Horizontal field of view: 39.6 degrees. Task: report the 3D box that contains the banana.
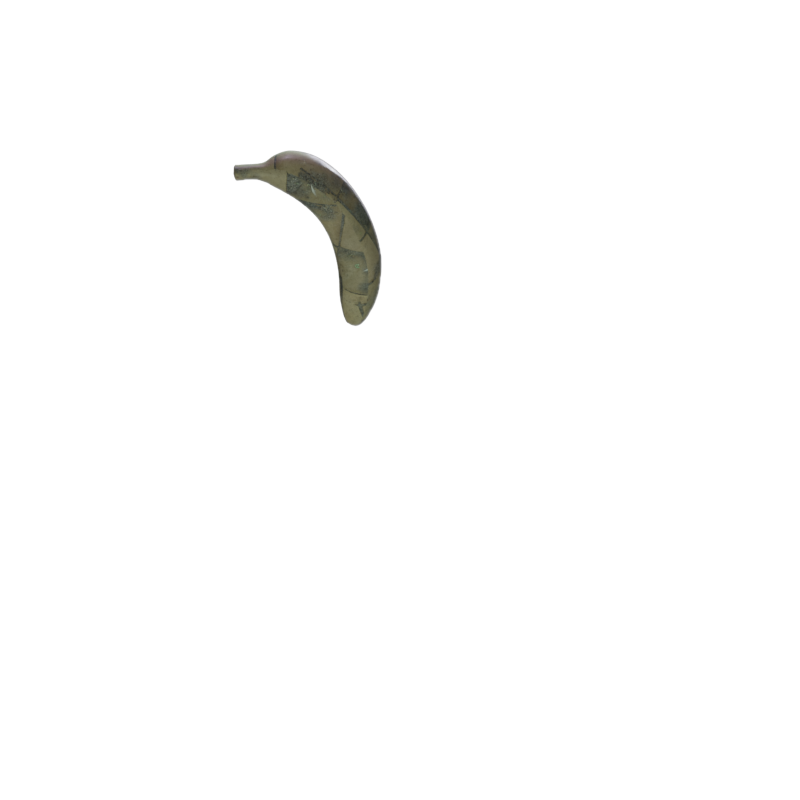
[{"bbox_3d":[-0.056,-0.137,0.895,0.070,0.039,0.183,-22,-50,19],"label":"banana"}]
